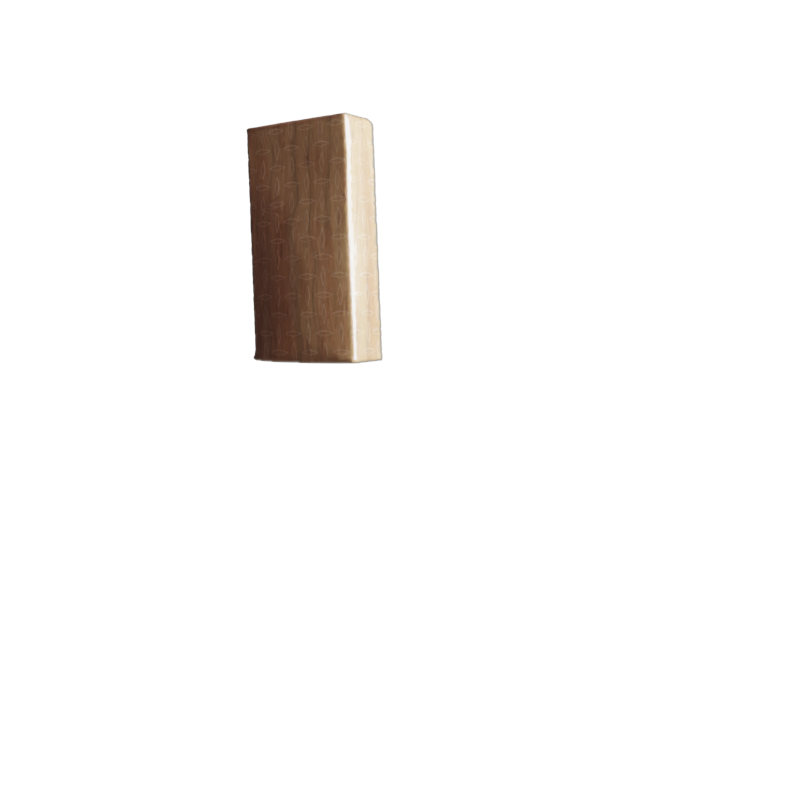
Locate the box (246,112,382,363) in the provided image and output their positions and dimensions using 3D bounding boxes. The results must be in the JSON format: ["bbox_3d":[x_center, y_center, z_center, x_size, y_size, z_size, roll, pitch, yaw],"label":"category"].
[{"bbox_3d":[-0.063,-0.116,0.812,0.096,0.178,0.046,-3,-5,34],"label":"box"}]
